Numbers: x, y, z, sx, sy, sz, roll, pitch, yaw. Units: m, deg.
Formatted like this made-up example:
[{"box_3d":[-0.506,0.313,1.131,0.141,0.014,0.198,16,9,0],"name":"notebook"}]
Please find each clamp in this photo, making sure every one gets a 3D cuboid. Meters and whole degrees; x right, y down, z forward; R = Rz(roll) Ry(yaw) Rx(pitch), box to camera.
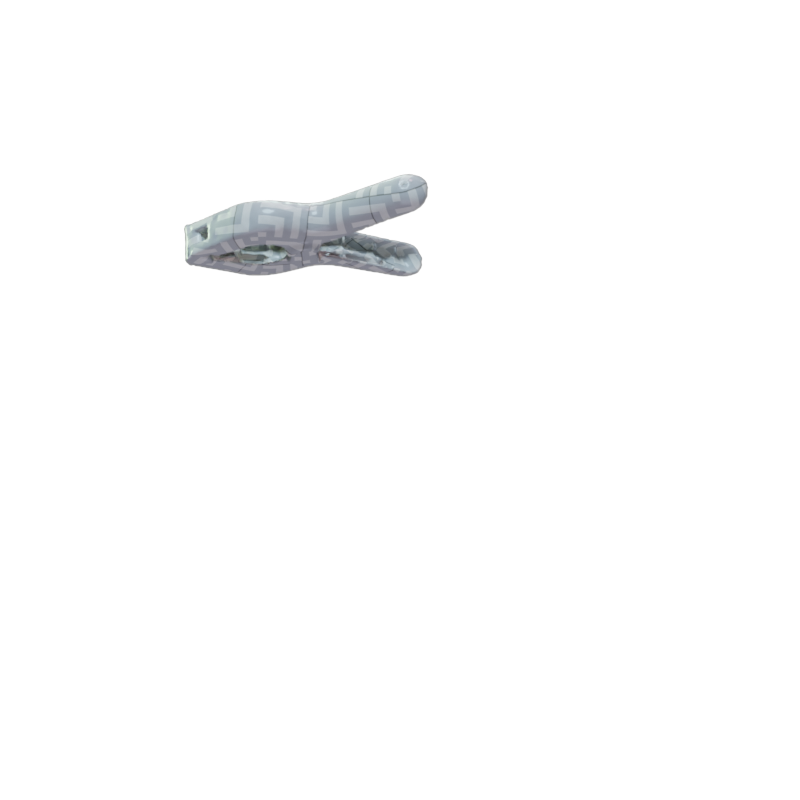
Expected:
[{"box_3d":[-0.060,-0.110,0.770,0.173,0.042,0.112,-5,-27,9],"name":"clamp"}]
